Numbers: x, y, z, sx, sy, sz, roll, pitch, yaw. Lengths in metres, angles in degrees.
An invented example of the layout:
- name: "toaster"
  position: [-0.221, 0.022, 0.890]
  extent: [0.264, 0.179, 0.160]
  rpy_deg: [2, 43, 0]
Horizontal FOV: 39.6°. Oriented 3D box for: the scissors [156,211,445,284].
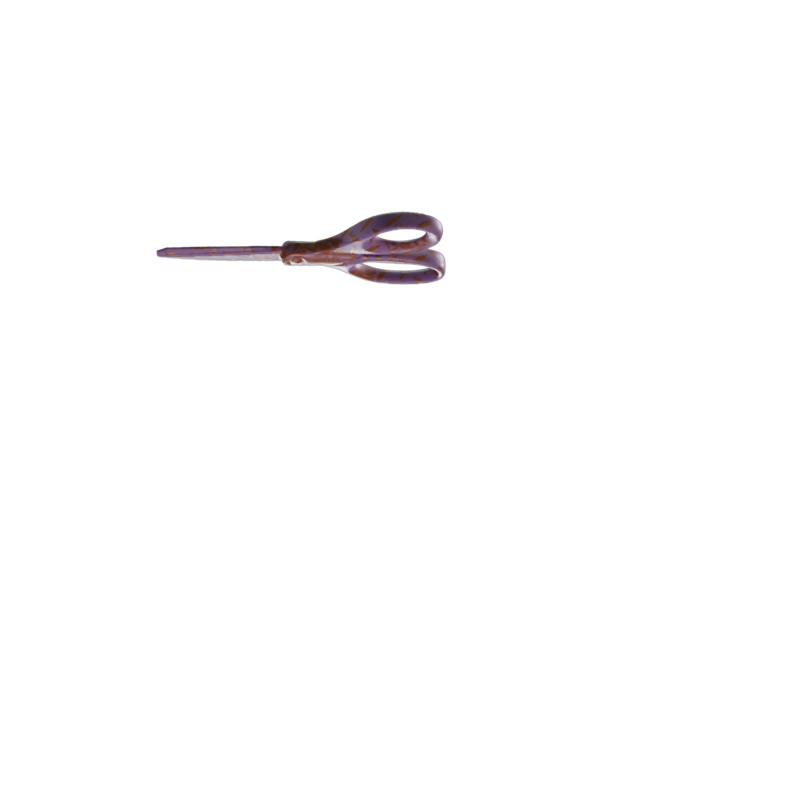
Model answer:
- name: "scissors"
  position: [-0.059, -0.108, 0.756]
  extent: [0.197, 0.017, 0.093]
  rpy_deg: [6, -23, -14]
